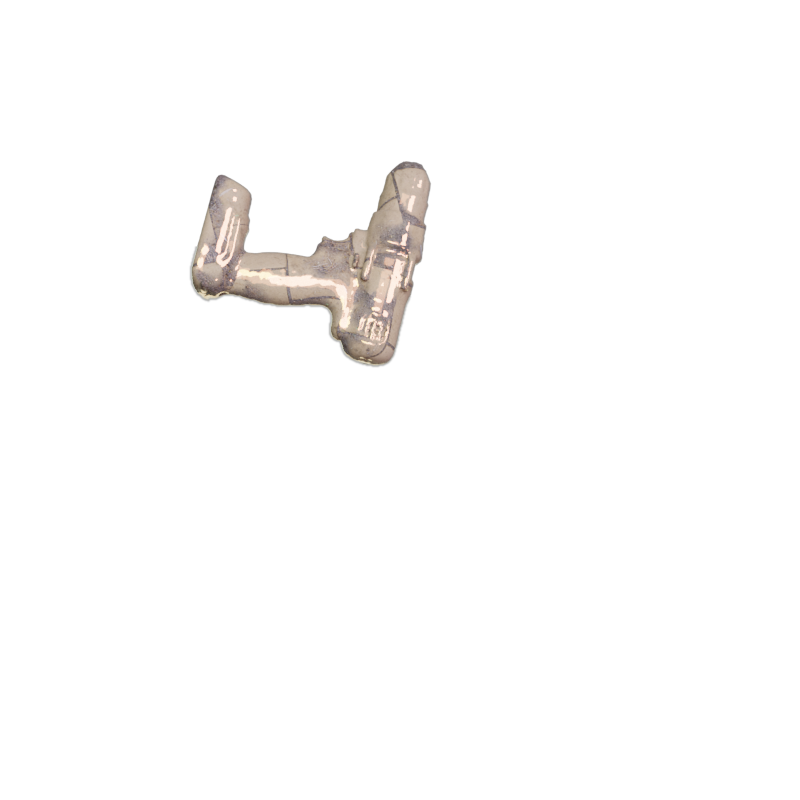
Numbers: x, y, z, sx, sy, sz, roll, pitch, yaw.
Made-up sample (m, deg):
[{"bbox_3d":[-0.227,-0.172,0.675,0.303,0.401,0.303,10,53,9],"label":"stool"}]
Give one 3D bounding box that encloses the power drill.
[{"bbox_3d":[-0.075,-0.136,0.952,0.189,0.191,0.055,12,-19,4],"label":"power drill"}]
